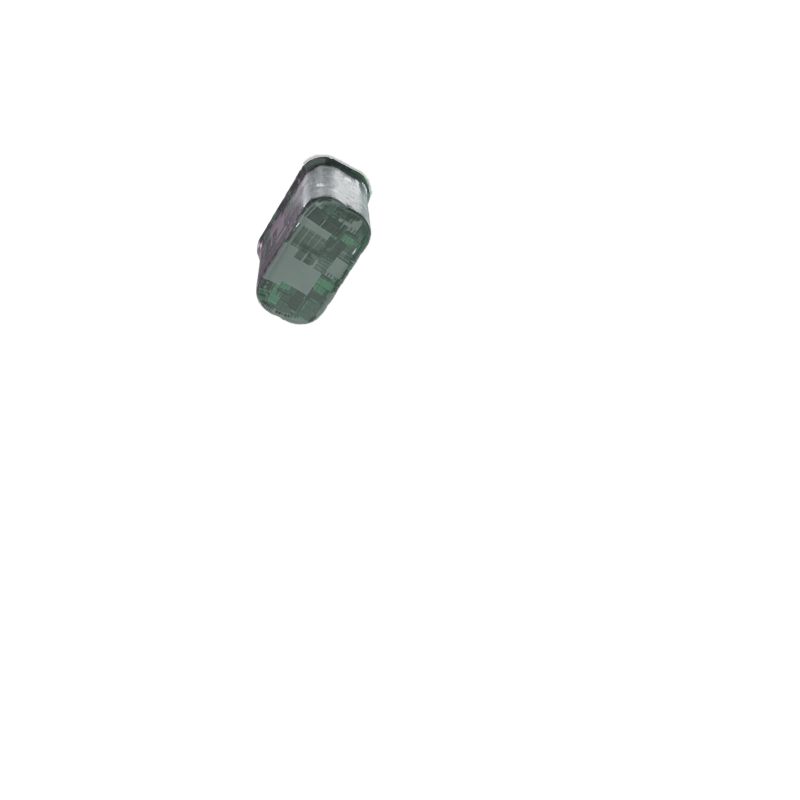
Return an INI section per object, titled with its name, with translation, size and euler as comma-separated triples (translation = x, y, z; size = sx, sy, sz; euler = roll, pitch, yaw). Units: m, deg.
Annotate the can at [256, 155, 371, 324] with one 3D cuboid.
[can]
translation = -0.063, -0.114, 0.800
size = 0.056, 0.099, 0.089
euler = 28, 22, -16
